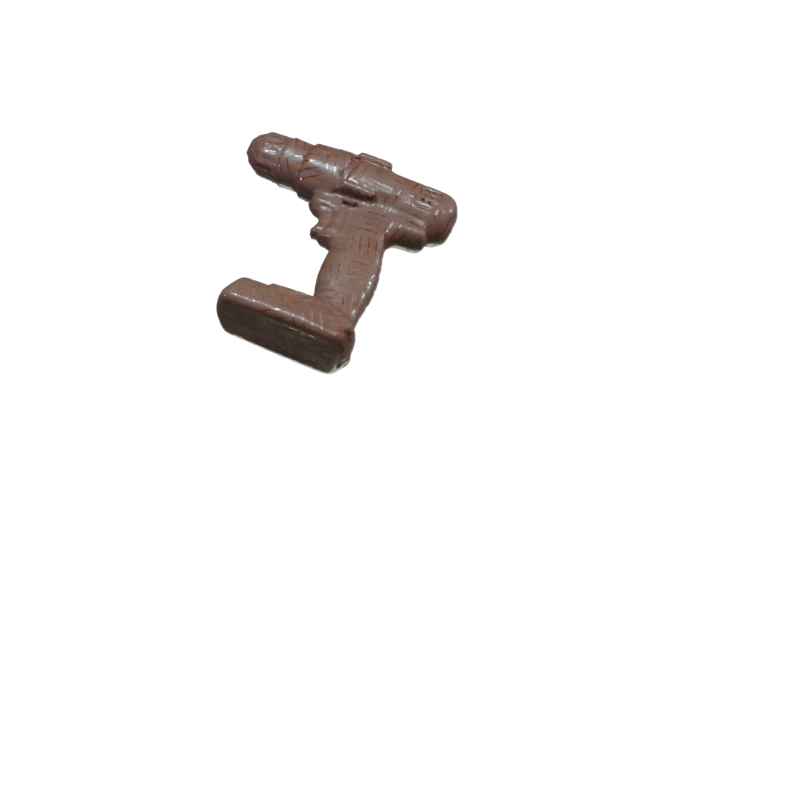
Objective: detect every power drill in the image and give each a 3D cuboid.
[{"bbox_3d":[-0.068,-0.124,0.871,0.190,0.195,0.054,21,-33,14],"label":"power drill"}]
